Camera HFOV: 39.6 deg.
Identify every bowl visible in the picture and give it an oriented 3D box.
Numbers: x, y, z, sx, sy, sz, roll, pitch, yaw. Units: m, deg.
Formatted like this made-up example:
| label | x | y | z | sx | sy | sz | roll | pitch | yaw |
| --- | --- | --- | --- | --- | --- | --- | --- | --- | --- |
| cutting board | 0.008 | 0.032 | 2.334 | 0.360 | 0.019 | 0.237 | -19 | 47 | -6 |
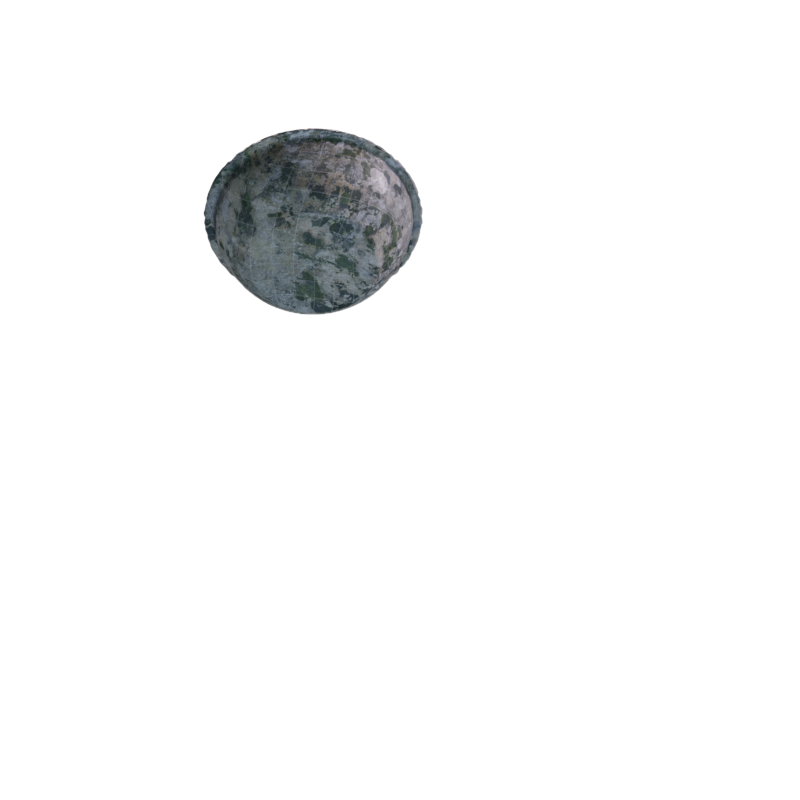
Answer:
| label | x | y | z | sx | sy | sz | roll | pitch | yaw |
| --- | --- | --- | --- | --- | --- | --- | --- | --- | --- |
| bowl | -0.063 | -0.115 | 0.803 | 0.162 | 0.151 | 0.059 | 1 | 41 | -1 |
